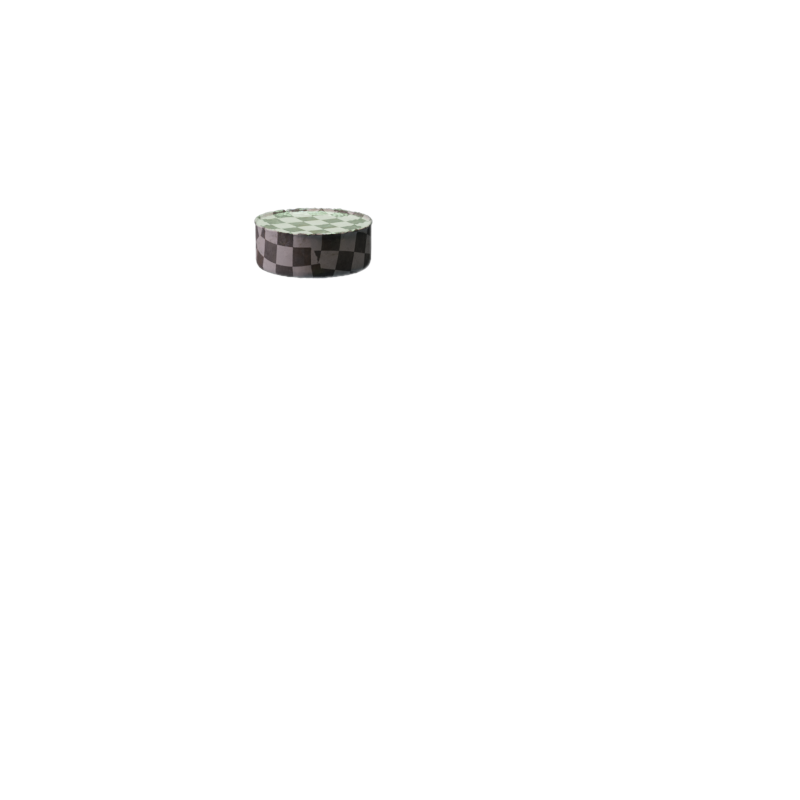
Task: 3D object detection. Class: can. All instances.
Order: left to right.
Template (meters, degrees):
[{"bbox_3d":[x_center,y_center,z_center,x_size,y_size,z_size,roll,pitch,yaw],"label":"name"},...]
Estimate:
[{"bbox_3d":[-0.063,-0.115,0.807,0.086,0.032,0.090,-1,20,-2],"label":"can"}]
